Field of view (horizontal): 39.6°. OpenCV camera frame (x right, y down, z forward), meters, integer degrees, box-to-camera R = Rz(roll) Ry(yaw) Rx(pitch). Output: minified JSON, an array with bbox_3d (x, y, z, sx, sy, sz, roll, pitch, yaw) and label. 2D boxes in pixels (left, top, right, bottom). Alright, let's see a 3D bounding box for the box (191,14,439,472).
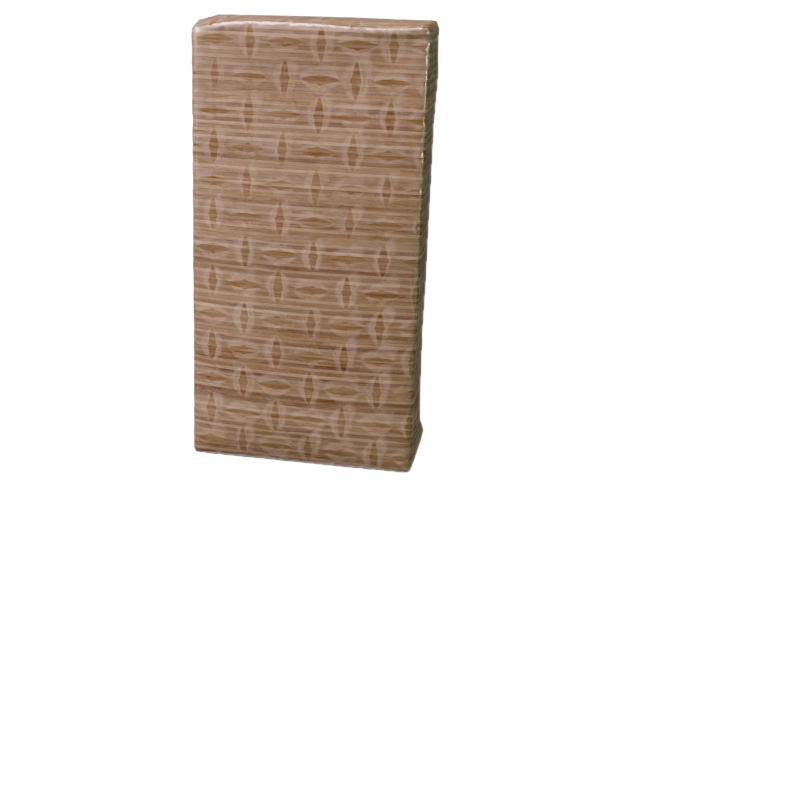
[{"bbox_3d":[-0.035,-0.063,0.444,0.095,0.169,0.049,4,18,9],"label":"box"}]
